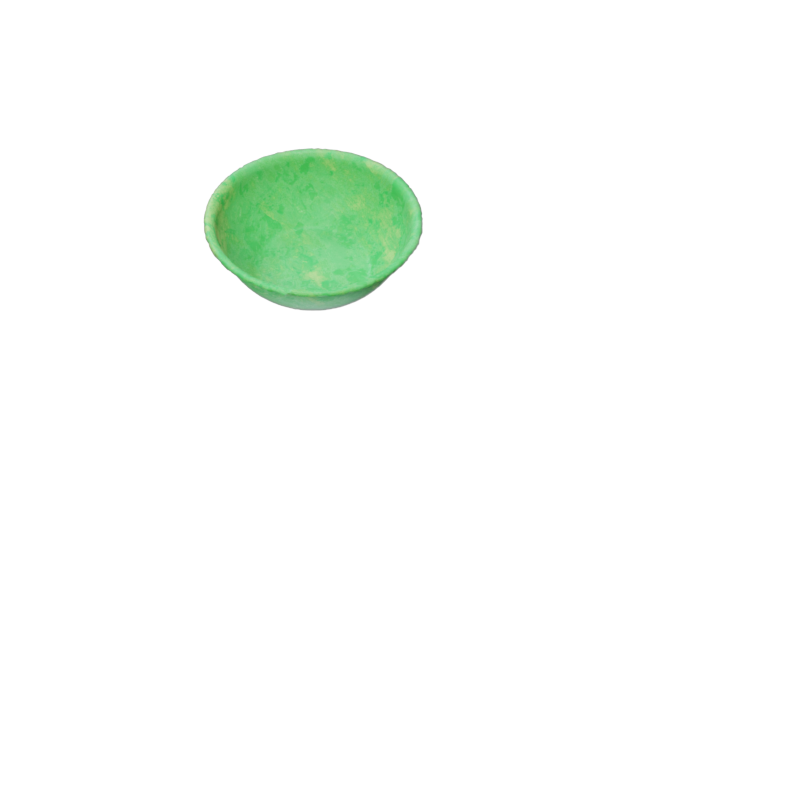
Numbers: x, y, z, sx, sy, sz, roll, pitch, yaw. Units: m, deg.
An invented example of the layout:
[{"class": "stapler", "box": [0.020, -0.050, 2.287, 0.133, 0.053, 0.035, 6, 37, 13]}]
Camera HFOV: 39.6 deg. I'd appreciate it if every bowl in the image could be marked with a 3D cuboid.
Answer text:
[{"class": "bowl", "box": [-0.065, -0.119, 0.833, 0.162, 0.174, 0.051, -1, -42, -1]}]
